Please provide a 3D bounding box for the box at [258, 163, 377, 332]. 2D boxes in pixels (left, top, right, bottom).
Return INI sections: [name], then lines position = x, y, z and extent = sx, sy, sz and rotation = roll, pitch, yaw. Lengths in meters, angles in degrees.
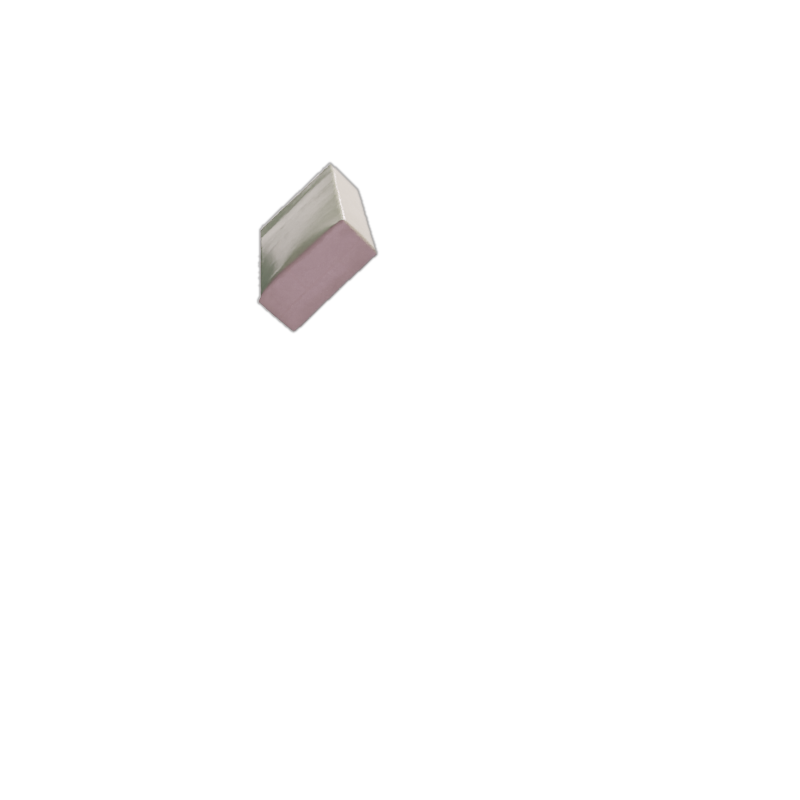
[box]
position = -0.071, -0.130, 0.912
extent = 0.093, 0.046, 0.185
rotation = -41, 20, 13
